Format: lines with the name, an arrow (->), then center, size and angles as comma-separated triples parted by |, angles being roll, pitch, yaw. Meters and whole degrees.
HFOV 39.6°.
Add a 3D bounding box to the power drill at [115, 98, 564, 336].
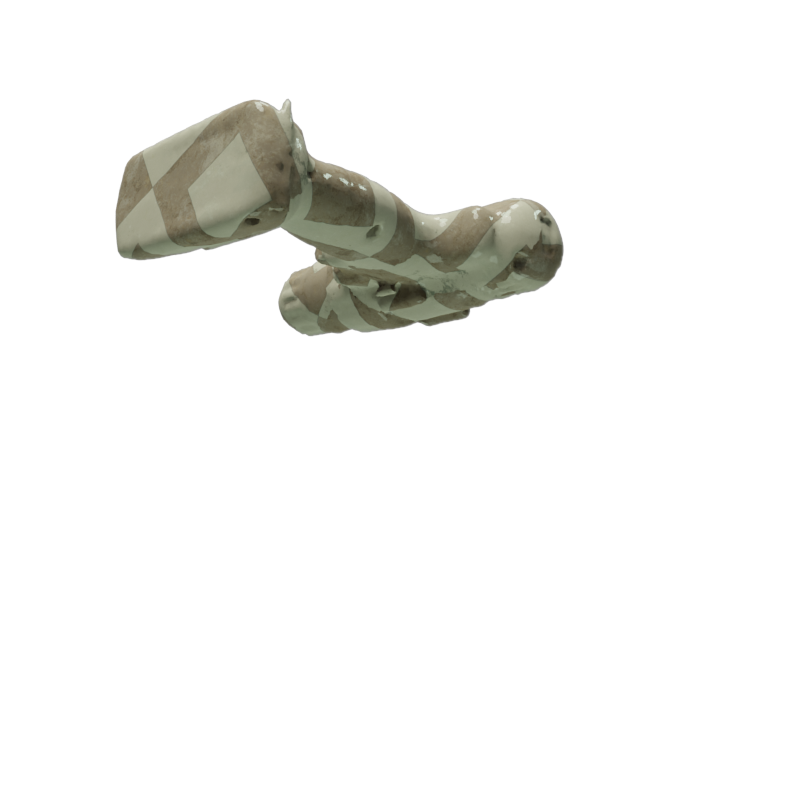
power drill -> -0.043, -0.078, 0.548 | 0.188, 0.060, 0.177 | -13, -18, 43
